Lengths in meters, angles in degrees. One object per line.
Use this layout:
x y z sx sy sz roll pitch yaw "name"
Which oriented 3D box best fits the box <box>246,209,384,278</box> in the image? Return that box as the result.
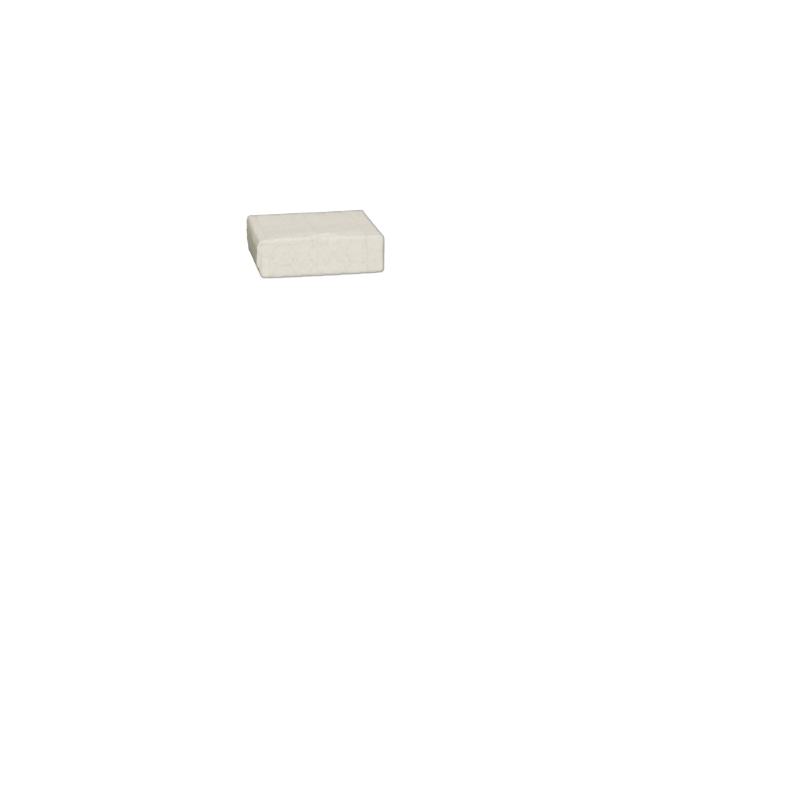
-0.062 -0.112 0.787 0.088 0.029 0.077 -4 23 -10 "box"
